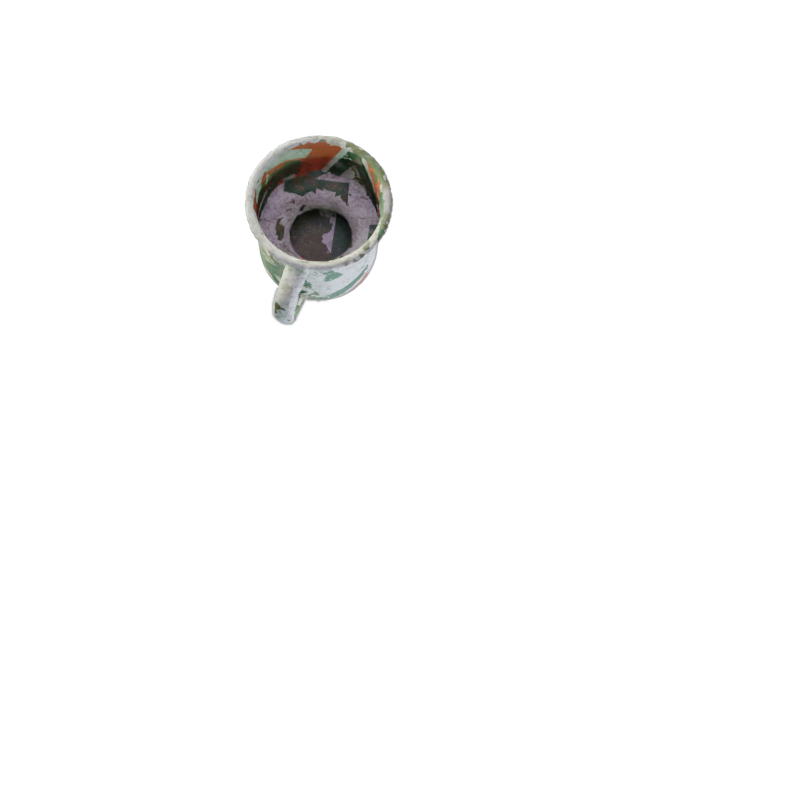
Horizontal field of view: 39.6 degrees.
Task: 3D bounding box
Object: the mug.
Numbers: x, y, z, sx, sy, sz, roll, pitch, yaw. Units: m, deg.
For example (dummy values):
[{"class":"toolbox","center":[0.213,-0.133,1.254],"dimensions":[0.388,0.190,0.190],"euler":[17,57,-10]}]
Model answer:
[{"class":"mug","center":[-0.057,-0.104,0.727],"dimensions":[0.094,0.121,0.078],"euler":[15,-19,3]}]
